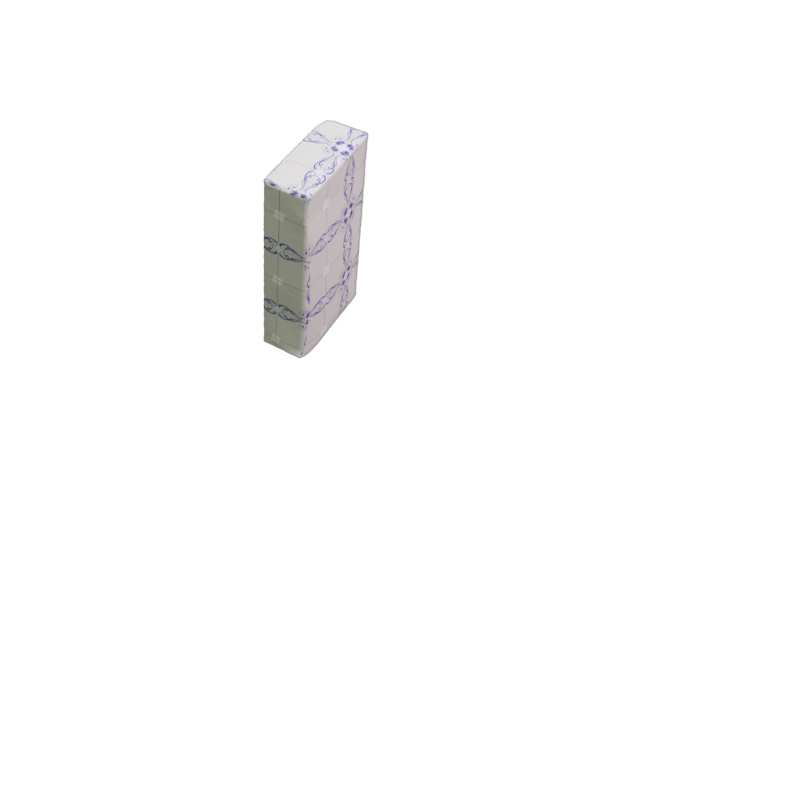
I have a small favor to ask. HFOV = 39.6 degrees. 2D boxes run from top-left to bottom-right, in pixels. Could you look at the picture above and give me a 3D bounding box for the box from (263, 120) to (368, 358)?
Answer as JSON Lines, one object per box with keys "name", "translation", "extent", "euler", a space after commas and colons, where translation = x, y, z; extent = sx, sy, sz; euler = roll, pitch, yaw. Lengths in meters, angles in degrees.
{"name": "box", "translation": [-0.069, -0.125, 0.874], "extent": [0.050, 0.164, 0.096], "euler": [22, 48, 17]}
